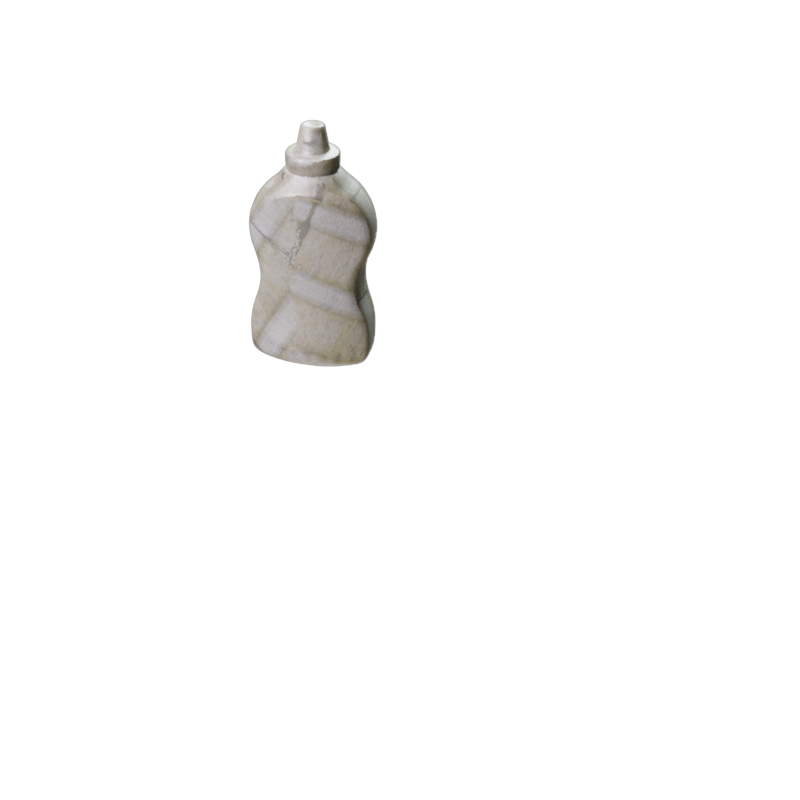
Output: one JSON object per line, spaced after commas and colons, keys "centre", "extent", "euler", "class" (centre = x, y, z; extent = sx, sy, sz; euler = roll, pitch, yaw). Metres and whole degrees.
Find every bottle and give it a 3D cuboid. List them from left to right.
{"centre": [-0.066, -0.120, 0.842], "extent": [0.098, 0.181, 0.060], "euler": [9, 29, 13], "class": "bottle"}
